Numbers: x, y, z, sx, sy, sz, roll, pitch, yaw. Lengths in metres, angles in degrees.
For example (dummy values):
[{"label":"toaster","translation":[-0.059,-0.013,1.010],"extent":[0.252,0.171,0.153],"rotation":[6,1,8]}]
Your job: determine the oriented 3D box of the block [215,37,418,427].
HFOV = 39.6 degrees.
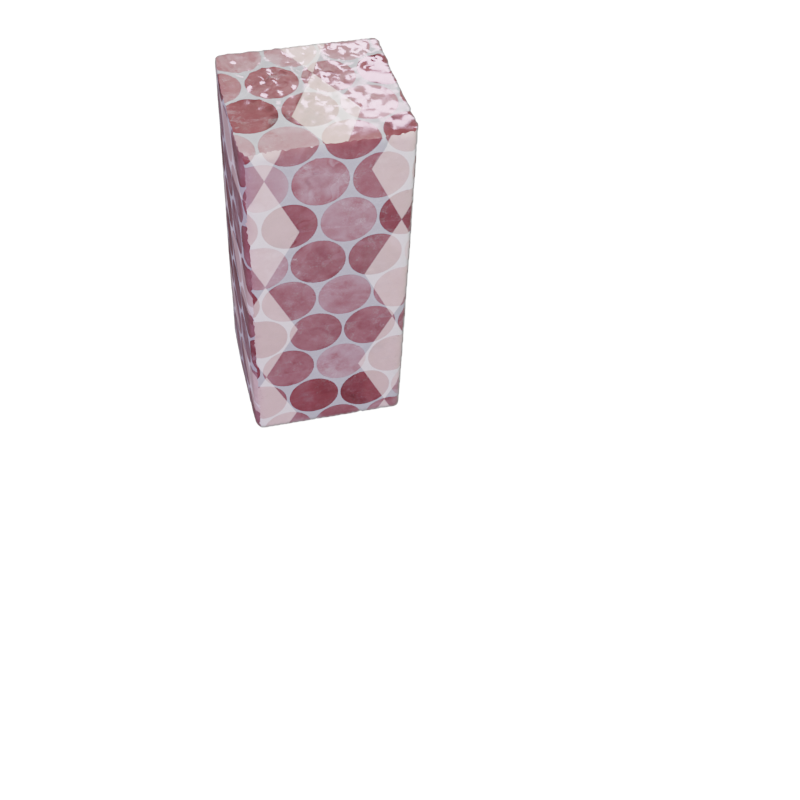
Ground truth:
[{"label":"block","translation":[-0.049,-0.089,0.625],"extent":[0.090,0.098,0.192],"rotation":[-8,-43,-11]}]
